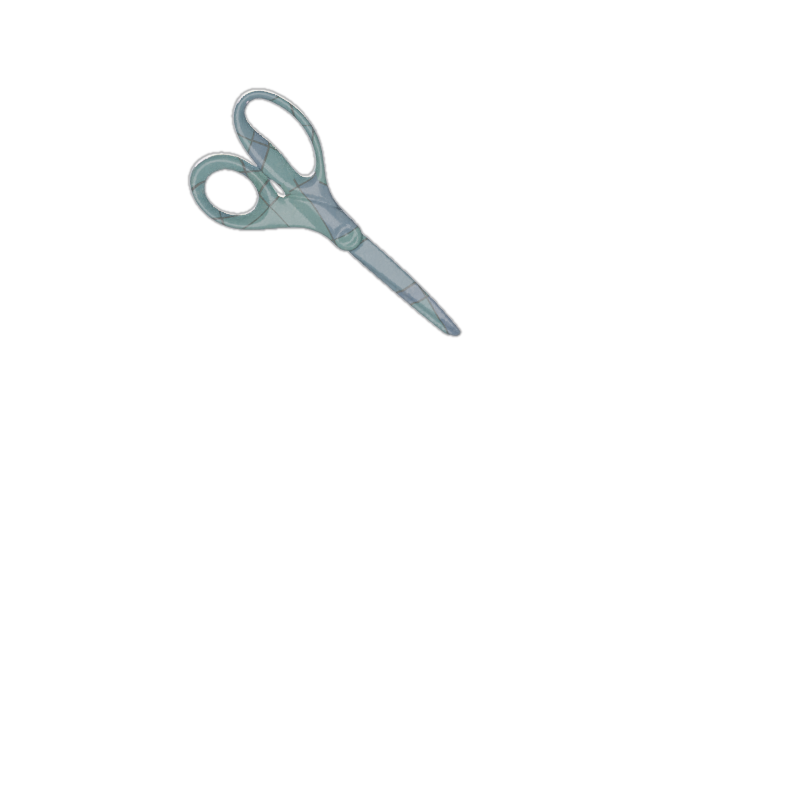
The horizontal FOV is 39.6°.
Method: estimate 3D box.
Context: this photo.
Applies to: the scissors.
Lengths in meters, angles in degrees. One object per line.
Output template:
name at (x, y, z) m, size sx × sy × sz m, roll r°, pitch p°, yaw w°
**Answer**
scissors at (-0.055, -0.099, 0.697) m, size 0.096 × 0.198 × 0.016 m, roll -32°, pitch 6°, yaw 4°
